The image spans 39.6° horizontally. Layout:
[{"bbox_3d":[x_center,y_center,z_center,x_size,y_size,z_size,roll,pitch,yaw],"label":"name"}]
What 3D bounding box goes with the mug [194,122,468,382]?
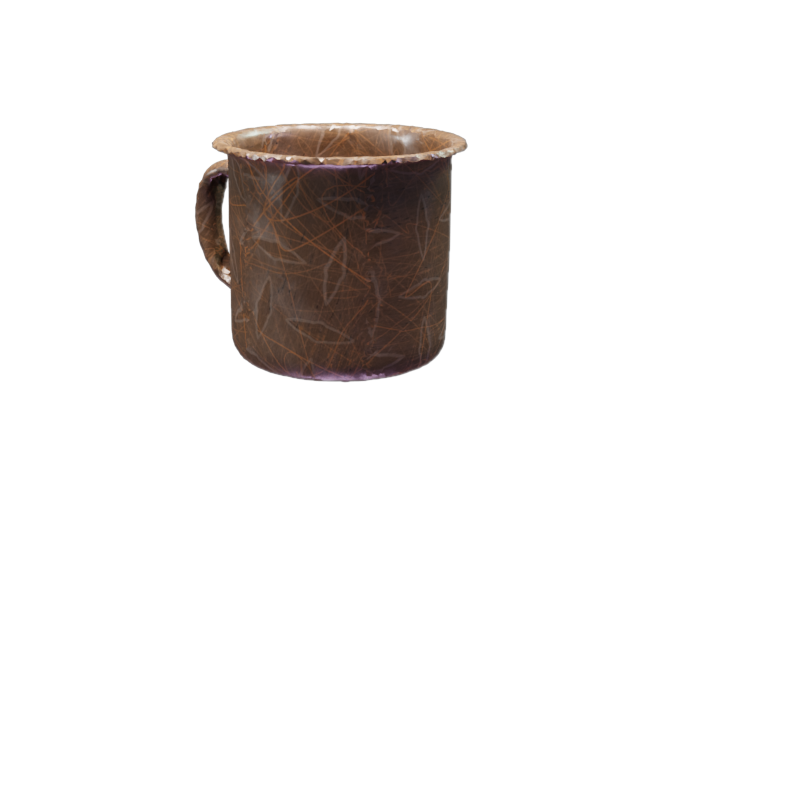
[{"bbox_3d":[-0.033,-0.060,0.421,0.123,0.079,0.092,13,22,32],"label":"mug"}]
